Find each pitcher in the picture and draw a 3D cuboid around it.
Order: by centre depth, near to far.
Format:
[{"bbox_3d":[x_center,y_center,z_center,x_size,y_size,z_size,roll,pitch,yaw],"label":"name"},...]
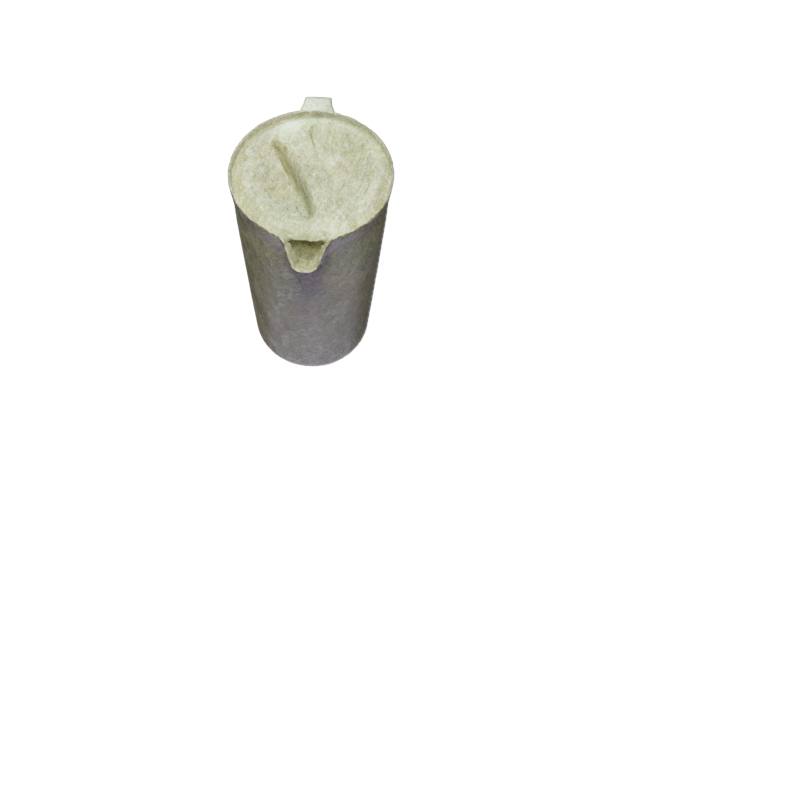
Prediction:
[{"bbox_3d":[-0.077,-0.141,0.986,0.150,0.153,0.228,-39,-21,-22],"label":"pitcher"}]
